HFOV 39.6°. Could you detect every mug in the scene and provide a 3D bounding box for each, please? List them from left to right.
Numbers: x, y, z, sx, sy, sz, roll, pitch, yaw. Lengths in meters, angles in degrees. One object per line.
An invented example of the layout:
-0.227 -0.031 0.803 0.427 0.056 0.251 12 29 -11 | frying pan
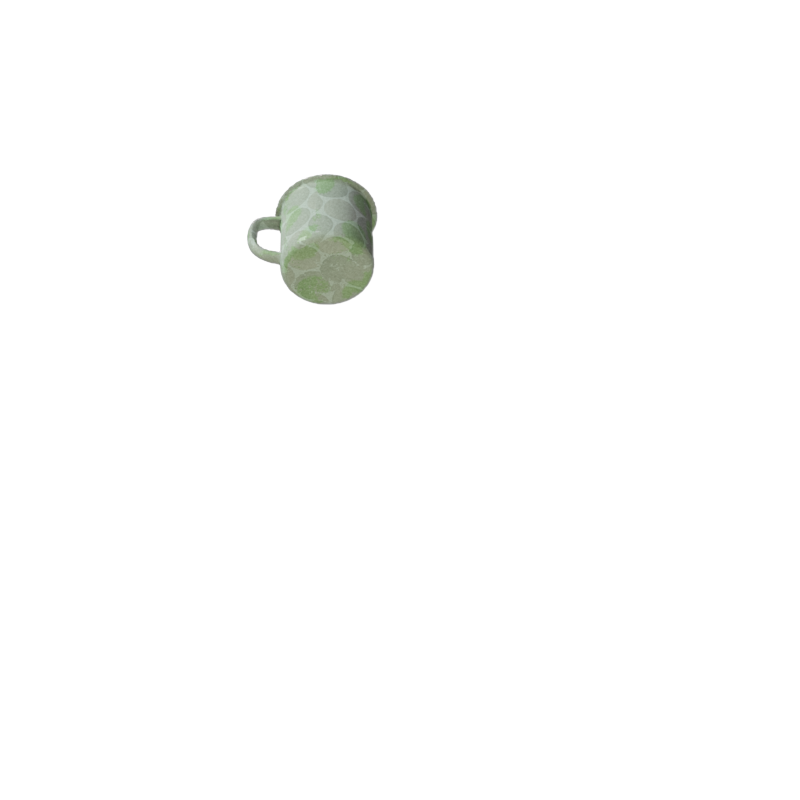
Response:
-0.077 -0.140 0.981 0.116 0.087 0.087 5 42 -6 | mug
